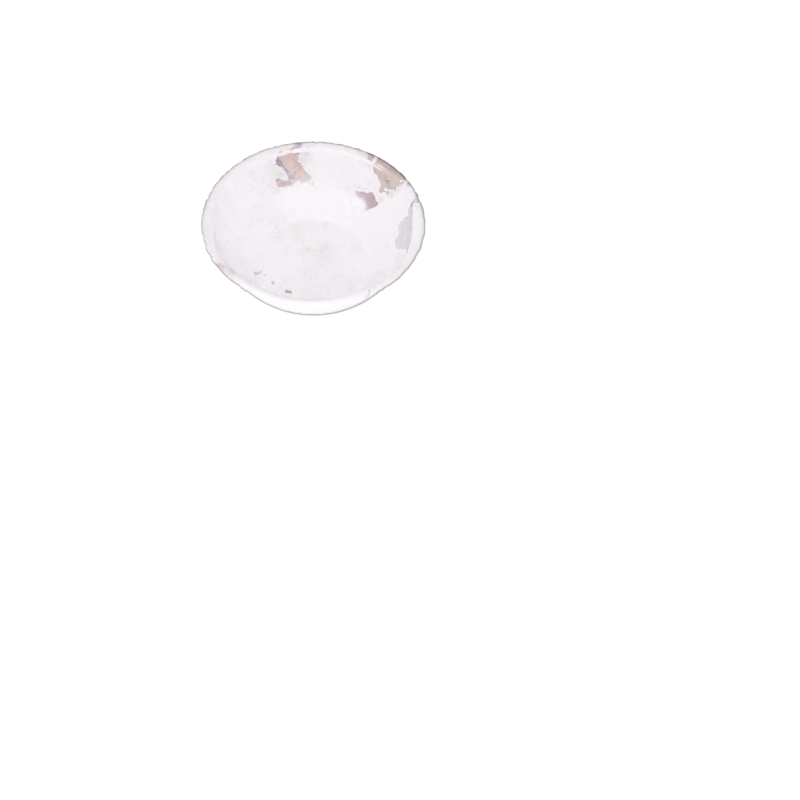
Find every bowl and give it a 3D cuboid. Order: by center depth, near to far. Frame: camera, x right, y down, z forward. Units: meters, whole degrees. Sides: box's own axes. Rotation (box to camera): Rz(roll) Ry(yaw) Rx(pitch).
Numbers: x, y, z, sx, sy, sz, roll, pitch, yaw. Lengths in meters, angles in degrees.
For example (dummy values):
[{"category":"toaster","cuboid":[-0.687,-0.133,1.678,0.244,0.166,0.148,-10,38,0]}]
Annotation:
[{"category":"bowl","cuboid":[-0.064,-0.117,0.819,0.162,0.174,0.051,-1,-37,-1]}]
